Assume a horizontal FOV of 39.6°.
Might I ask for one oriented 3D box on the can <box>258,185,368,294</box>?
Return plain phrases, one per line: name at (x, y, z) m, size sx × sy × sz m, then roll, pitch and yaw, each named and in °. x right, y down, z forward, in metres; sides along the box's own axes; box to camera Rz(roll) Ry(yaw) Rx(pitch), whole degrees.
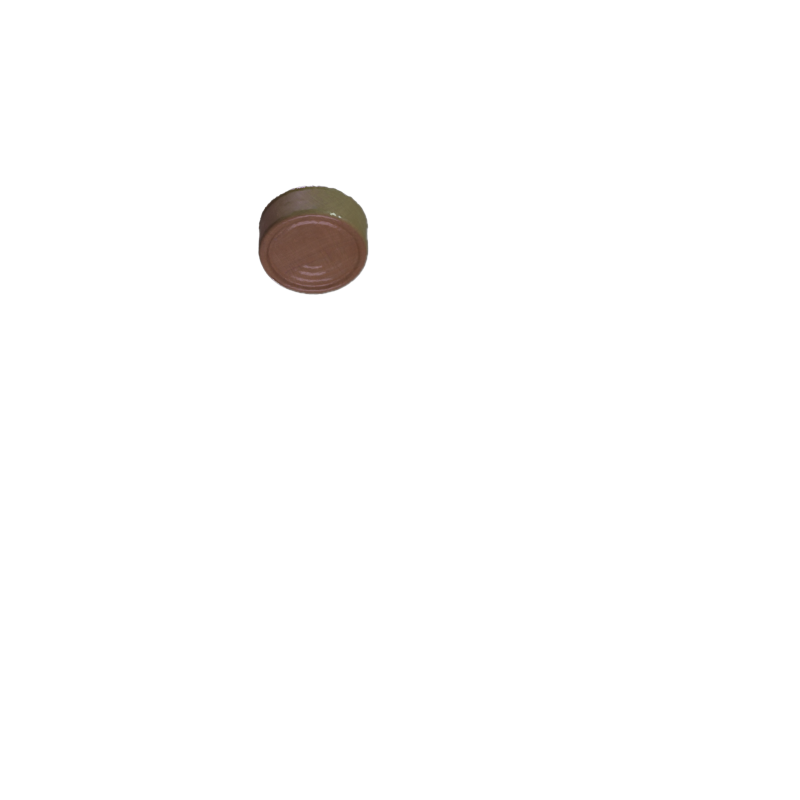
can at (-0.067, -0.123, 0.858) m, size 0.086 × 0.080 × 0.036 m, roll 1°, pitch 45°, yaw -1°
